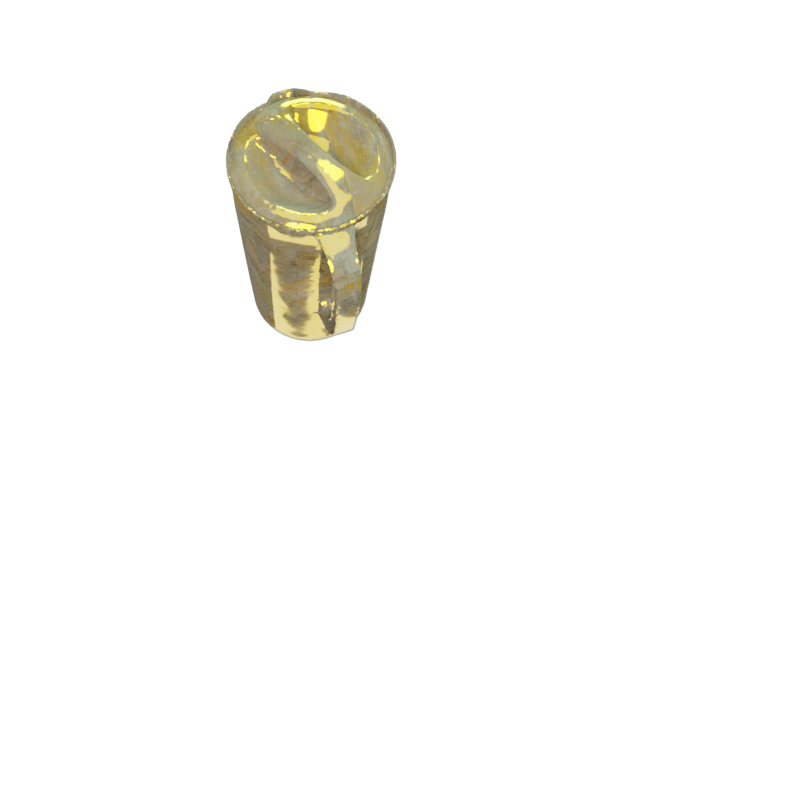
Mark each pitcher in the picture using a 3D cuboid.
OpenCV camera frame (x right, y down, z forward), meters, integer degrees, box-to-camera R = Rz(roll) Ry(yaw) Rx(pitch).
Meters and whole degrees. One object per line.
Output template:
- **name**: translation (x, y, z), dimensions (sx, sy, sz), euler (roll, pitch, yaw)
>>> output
- **pitcher**: translation (-0.075, -0.137, 0.956), dimensions (0.148, 0.154, 0.230), euler (25, -23, 8)
